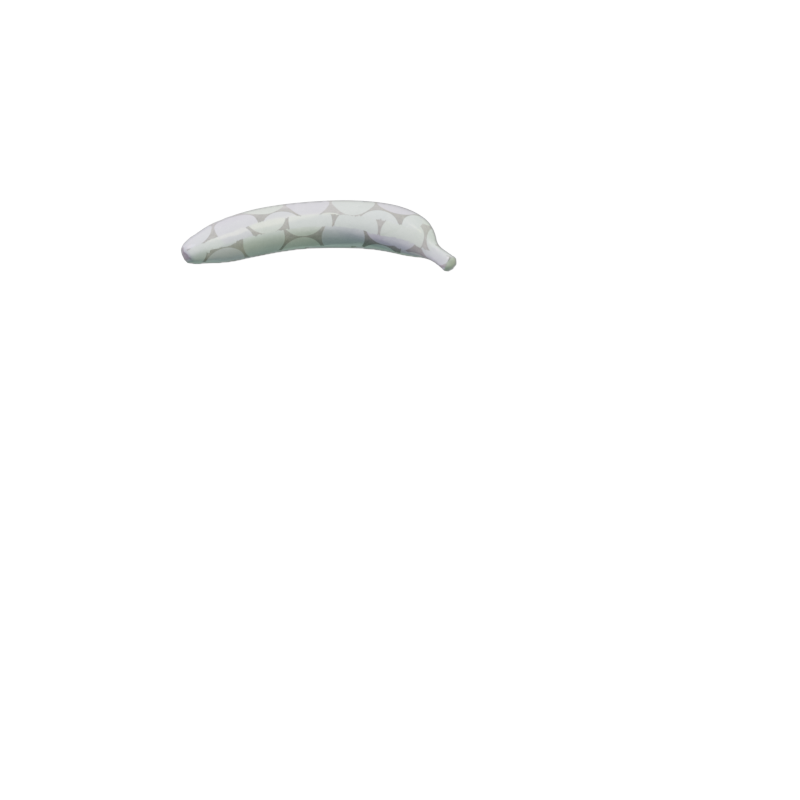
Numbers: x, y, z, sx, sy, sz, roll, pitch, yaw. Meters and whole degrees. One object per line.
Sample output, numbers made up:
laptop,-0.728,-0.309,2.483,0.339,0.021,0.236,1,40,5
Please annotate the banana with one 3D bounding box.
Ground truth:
banana,-0.060,-0.124,0.819,0.198,0.035,0.073,0,27,0
